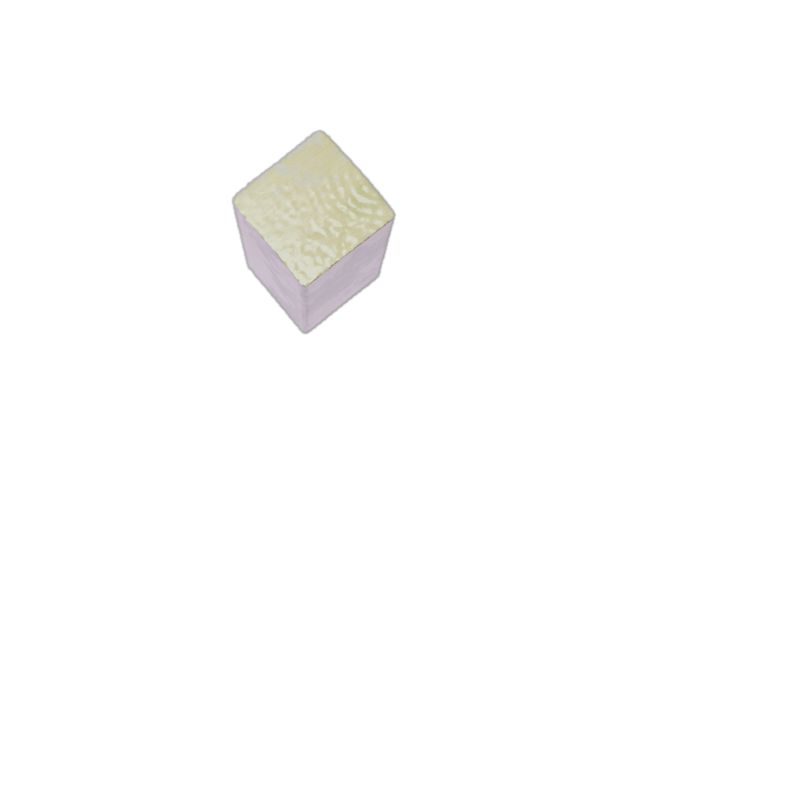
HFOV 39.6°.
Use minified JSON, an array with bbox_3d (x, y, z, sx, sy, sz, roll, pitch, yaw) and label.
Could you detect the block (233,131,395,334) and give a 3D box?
[{"bbox_3d":[-0.072,-0.132,0.920,0.091,0.092,0.201,-40,-3,-8],"label":"block"}]
